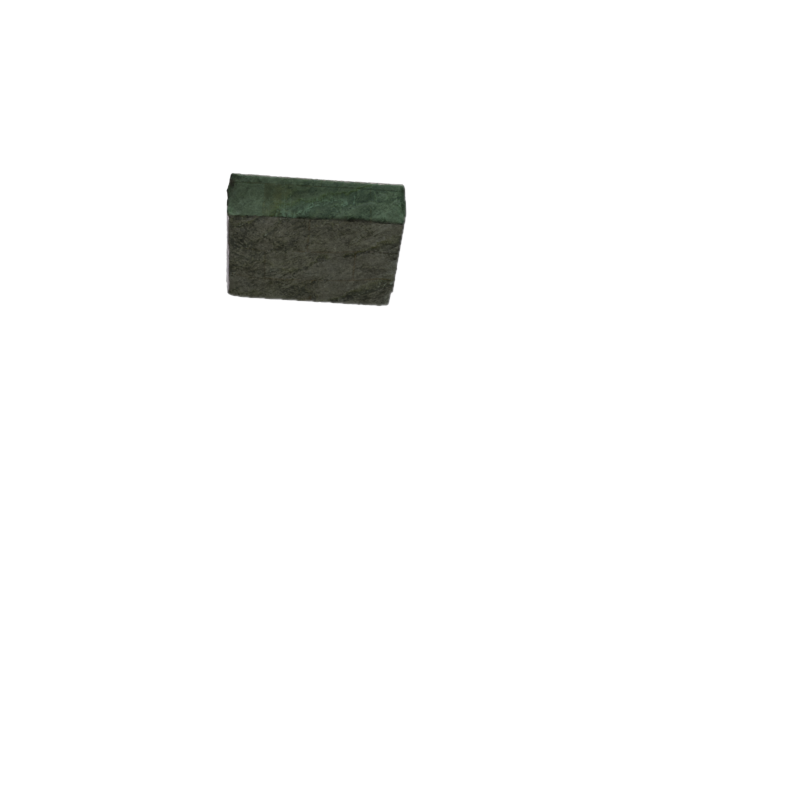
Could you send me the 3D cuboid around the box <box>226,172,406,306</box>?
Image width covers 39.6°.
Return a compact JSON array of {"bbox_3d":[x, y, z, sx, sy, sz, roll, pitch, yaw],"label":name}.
[{"bbox_3d":[-0.056,-0.103,0.721,0.113,0.042,0.084,3,-34,-4],"label":"box"}]
